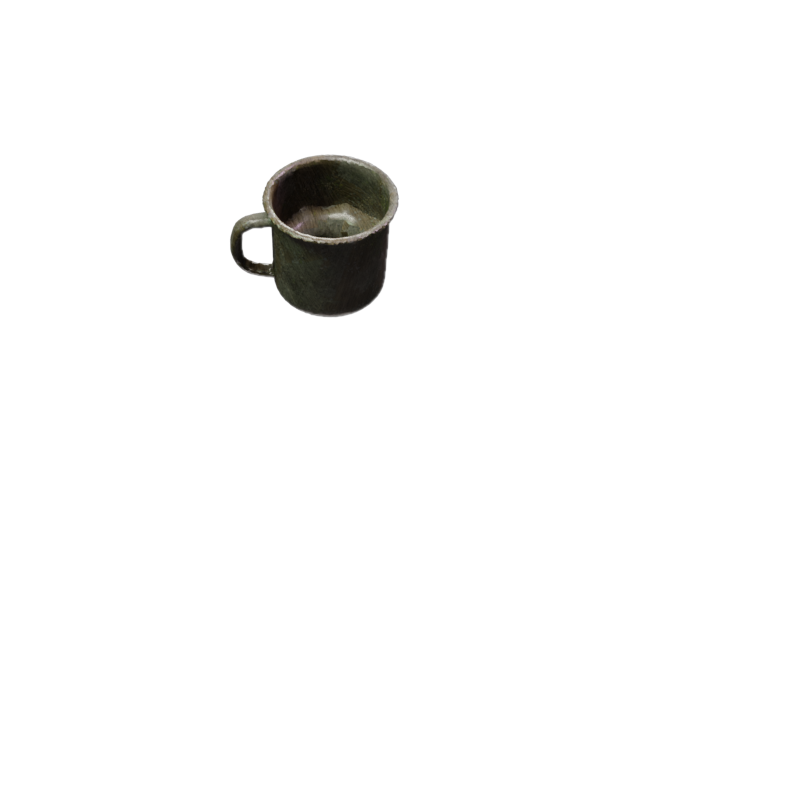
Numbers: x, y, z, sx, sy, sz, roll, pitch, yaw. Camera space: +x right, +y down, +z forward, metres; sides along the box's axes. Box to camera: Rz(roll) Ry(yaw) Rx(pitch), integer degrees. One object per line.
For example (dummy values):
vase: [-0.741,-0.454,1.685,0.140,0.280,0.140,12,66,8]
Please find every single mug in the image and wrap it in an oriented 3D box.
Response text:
mug: [-0.061,-0.111,0.781,0.116,0.101,0.076,-8,-42,-9]
